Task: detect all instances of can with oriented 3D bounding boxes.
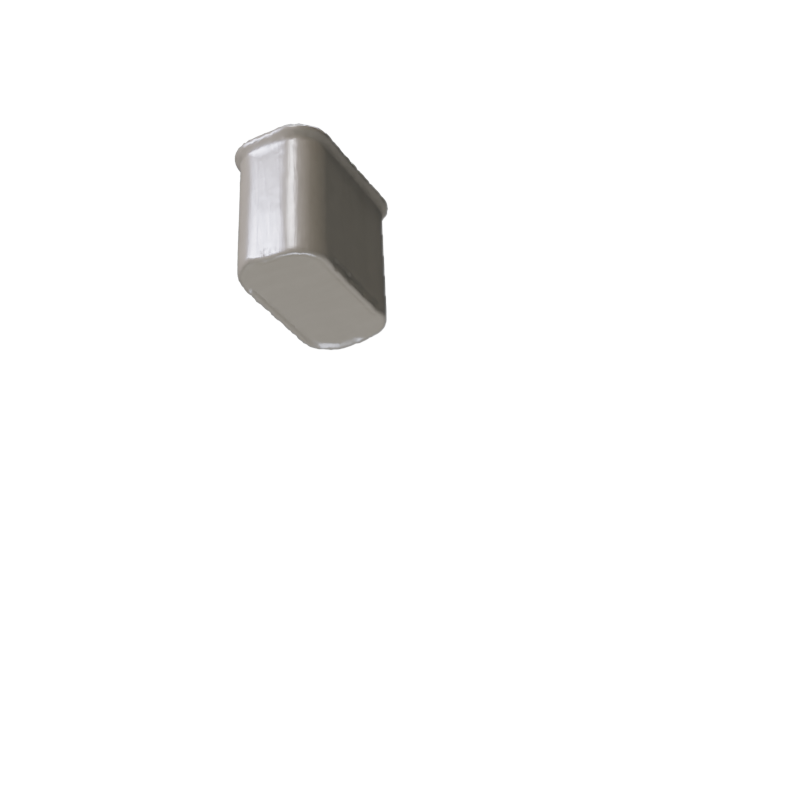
[{"bbox_3d":[-0.048,-0.087,0.611,0.058,0.090,0.094,-18,-36,23],"label":"can"}]
